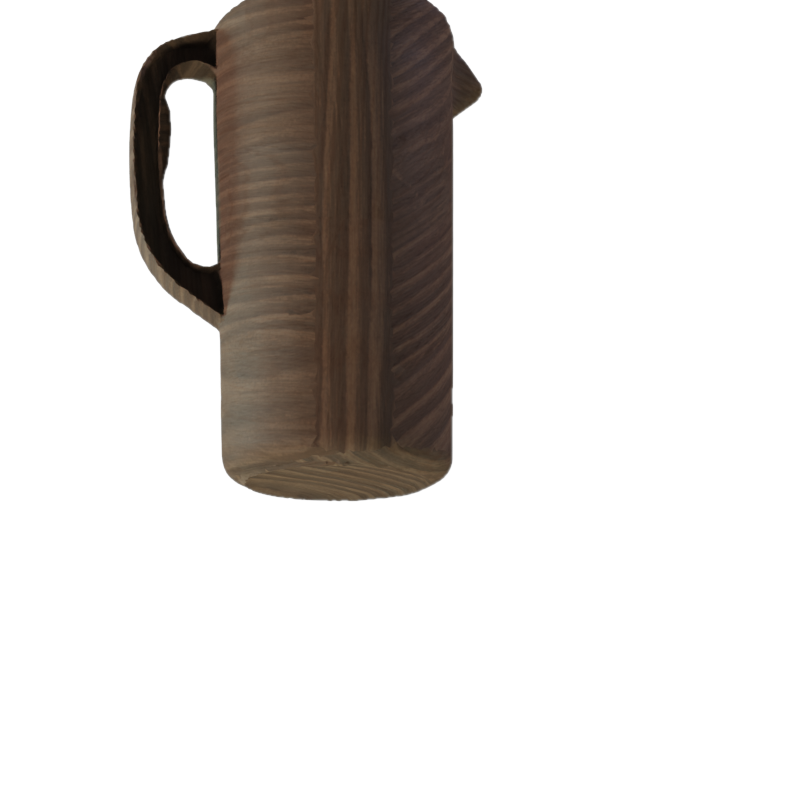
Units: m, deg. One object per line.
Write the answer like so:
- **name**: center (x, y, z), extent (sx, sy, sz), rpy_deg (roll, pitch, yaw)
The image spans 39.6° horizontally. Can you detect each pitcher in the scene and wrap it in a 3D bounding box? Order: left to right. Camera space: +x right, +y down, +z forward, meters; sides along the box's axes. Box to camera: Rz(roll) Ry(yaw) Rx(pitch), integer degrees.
- **pitcher**: center (-0.044, -0.080, 0.559), extent (0.152, 0.255, 0.135), rpy_deg (-12, -23, 27)
